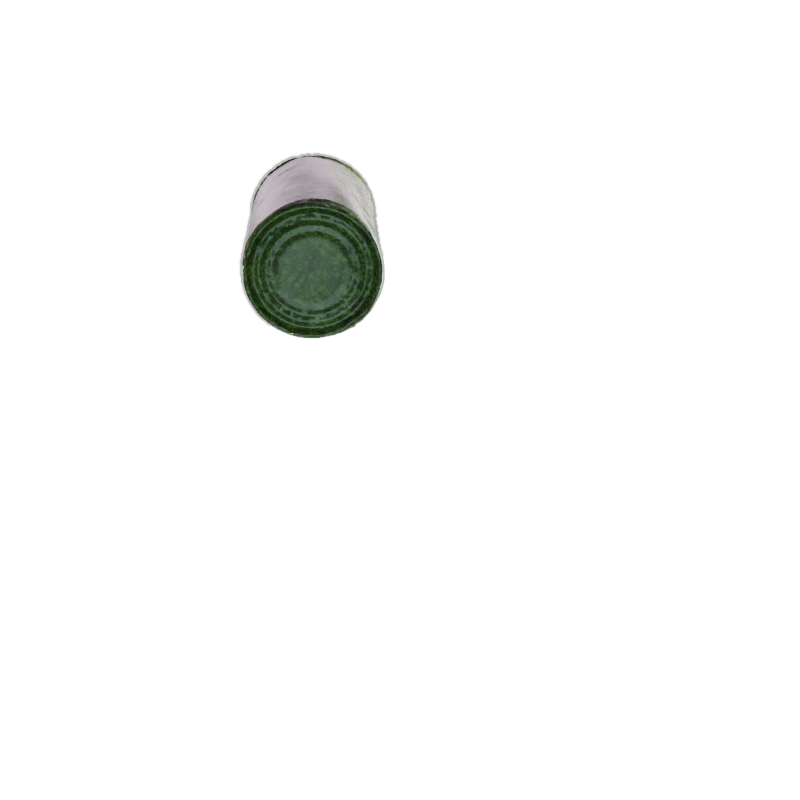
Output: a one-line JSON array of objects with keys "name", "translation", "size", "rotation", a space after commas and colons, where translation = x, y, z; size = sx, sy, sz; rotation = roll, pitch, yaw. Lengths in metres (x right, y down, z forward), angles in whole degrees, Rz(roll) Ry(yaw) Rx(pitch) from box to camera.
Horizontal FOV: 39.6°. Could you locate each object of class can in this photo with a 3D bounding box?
[{"name": "can", "translation": [-0.043, -0.079, 0.555], "size": [0.068, 0.066, 0.107], "rotation": [0, 22, -3]}]
